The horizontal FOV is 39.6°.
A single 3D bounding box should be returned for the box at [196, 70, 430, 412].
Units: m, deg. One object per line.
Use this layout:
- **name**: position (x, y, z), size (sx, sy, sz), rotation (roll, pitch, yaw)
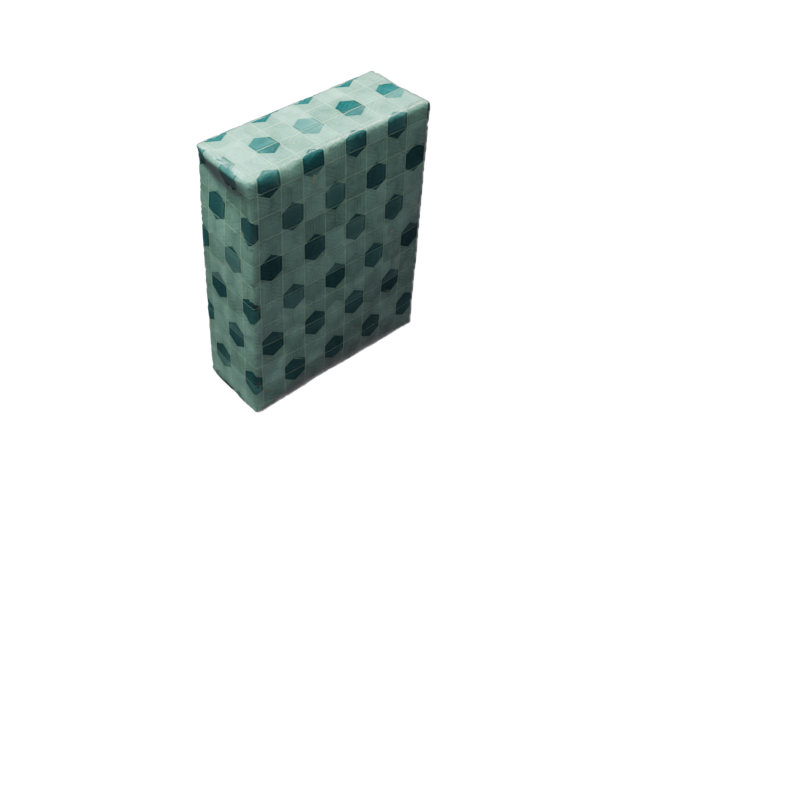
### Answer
- **box**: position (-0.065, -0.118, 0.827), size (0.164, 0.199, 0.077), rotation (-31, 51, -32)
